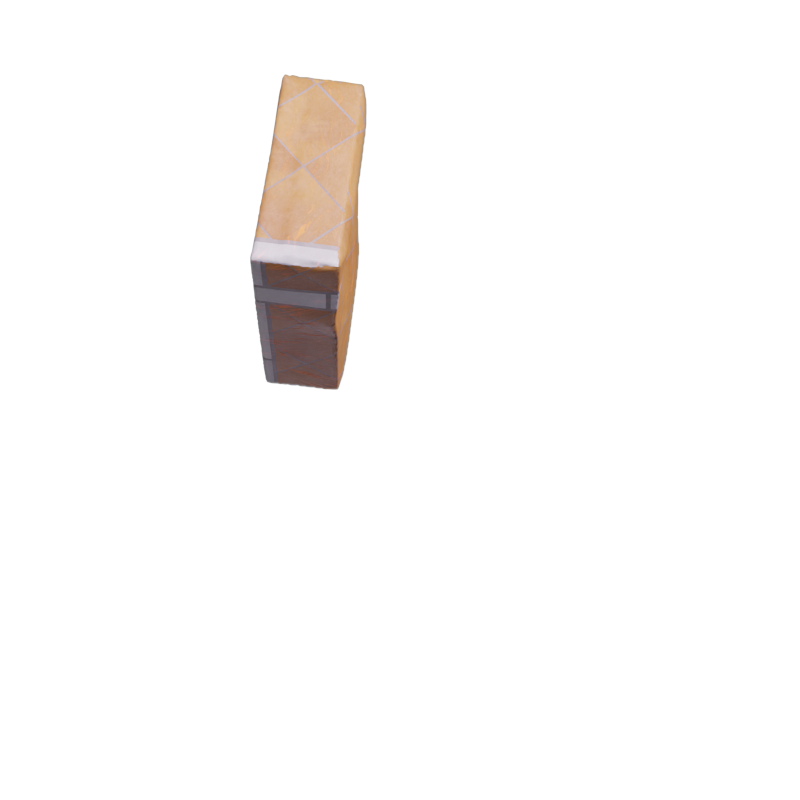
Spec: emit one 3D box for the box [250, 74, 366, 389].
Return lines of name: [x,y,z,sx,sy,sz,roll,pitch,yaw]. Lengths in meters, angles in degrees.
box: [-0.069,-0.126,0.881,0.072,0.173,0.202,6,-26,-1]
